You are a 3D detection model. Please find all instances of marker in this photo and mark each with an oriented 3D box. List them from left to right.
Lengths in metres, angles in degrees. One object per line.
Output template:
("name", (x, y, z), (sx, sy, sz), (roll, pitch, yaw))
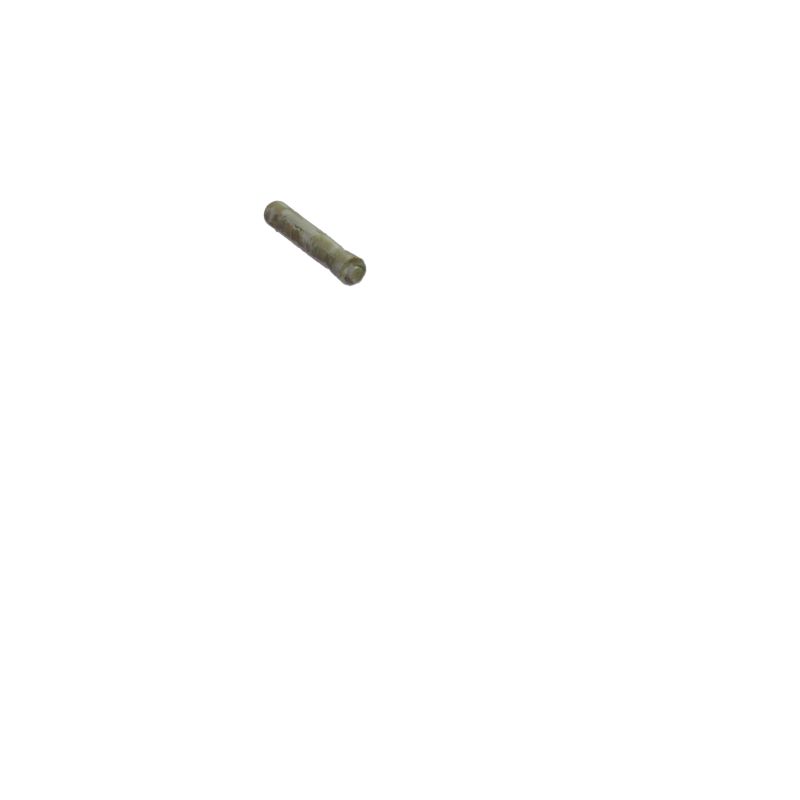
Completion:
("marker", (-0.056, -0.102, 0.713), (0.019, 0.019, 0.130), (-2, 26, -30))
